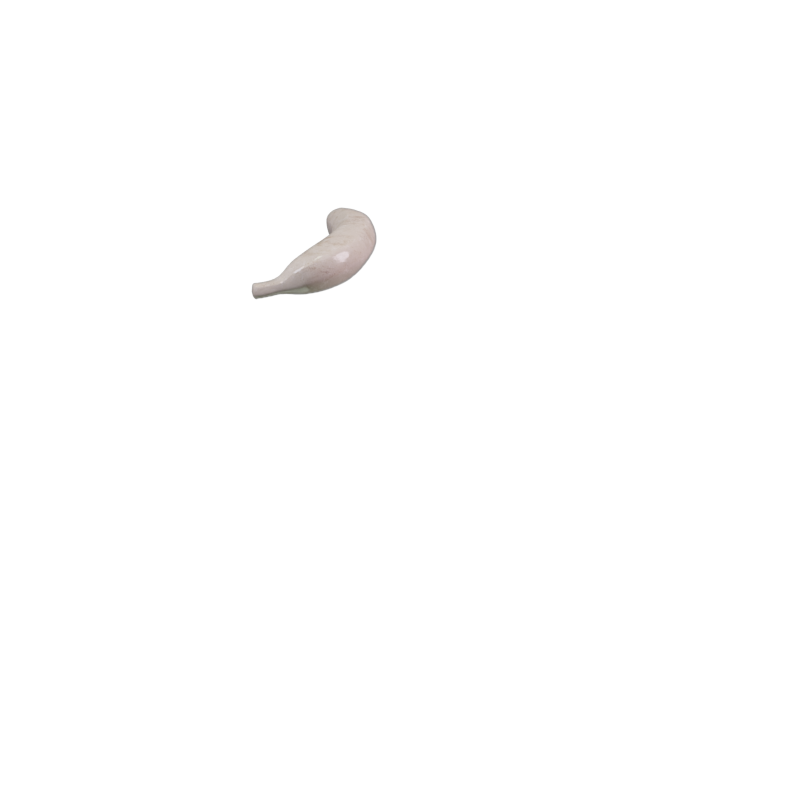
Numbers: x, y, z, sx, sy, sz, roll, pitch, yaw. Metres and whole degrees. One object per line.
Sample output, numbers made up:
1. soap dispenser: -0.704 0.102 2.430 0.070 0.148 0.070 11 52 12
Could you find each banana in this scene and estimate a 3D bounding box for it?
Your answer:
1. banana: -0.054 -0.125 0.898 0.071 0.035 0.202 6 24 14
